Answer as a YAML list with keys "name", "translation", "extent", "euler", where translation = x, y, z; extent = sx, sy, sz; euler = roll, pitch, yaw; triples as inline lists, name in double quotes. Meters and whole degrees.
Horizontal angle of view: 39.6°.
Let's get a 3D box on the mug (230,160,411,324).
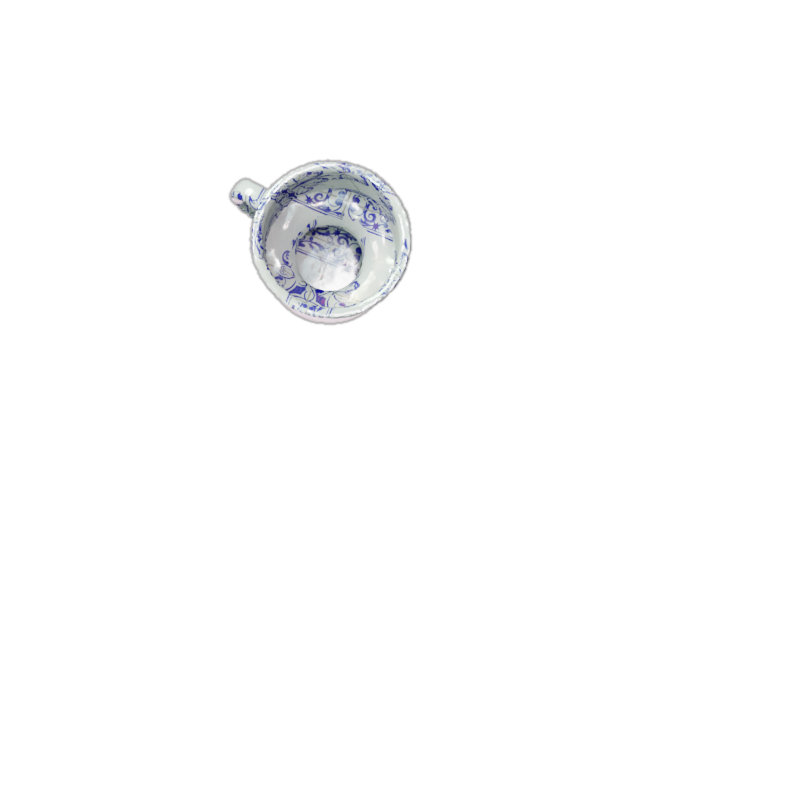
- name: "mug"
  translation: [-0.053, -0.097, 0.679]
  extent: [0.118, 0.094, 0.080]
  euler: [30, -8, 3]
